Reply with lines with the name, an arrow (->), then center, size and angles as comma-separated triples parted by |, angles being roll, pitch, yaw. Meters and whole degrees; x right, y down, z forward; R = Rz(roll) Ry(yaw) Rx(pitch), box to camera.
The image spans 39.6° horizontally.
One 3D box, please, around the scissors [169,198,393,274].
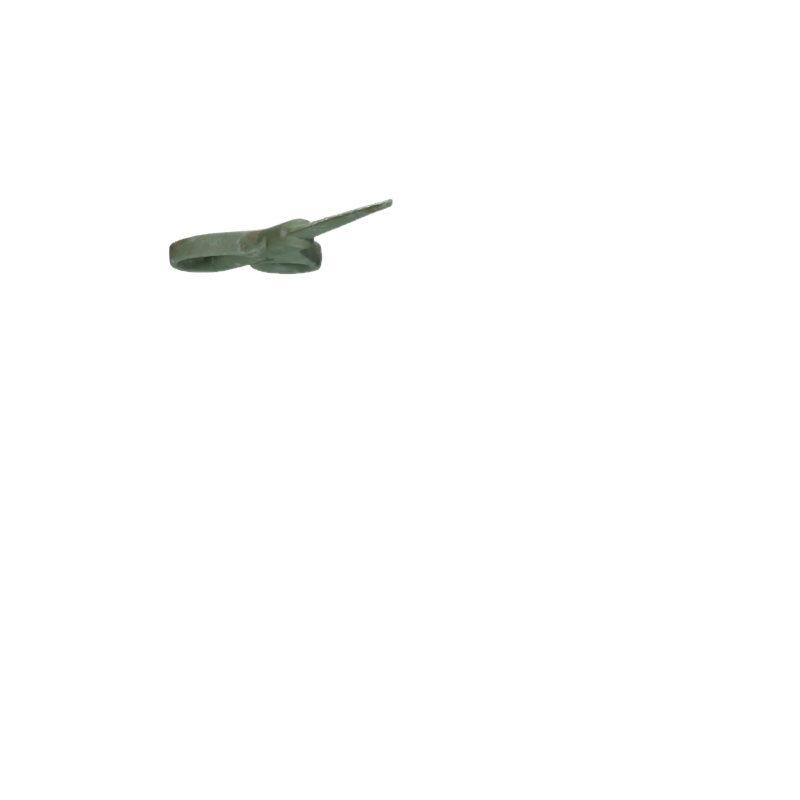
scissors -> -0.046, -0.084, 0.592 | 0.092, 0.016, 0.208 | 1, -2, -45
